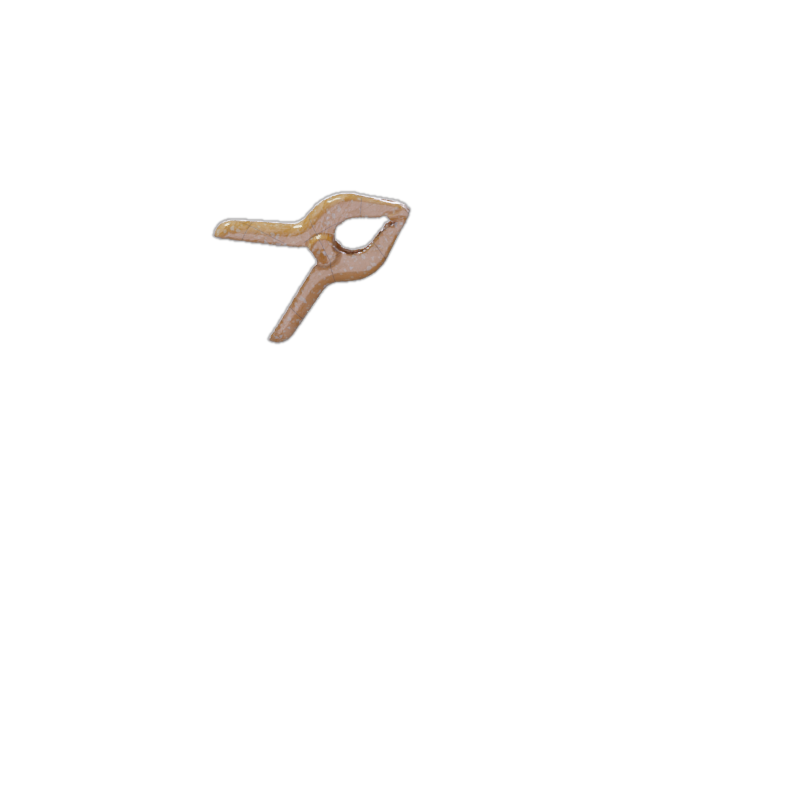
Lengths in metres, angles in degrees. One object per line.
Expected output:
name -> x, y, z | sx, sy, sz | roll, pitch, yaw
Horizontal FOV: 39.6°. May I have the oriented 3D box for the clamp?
clamp -> -0.077, -0.140, 0.978 | 0.171, 0.116, 0.041 | -34, 14, 9
